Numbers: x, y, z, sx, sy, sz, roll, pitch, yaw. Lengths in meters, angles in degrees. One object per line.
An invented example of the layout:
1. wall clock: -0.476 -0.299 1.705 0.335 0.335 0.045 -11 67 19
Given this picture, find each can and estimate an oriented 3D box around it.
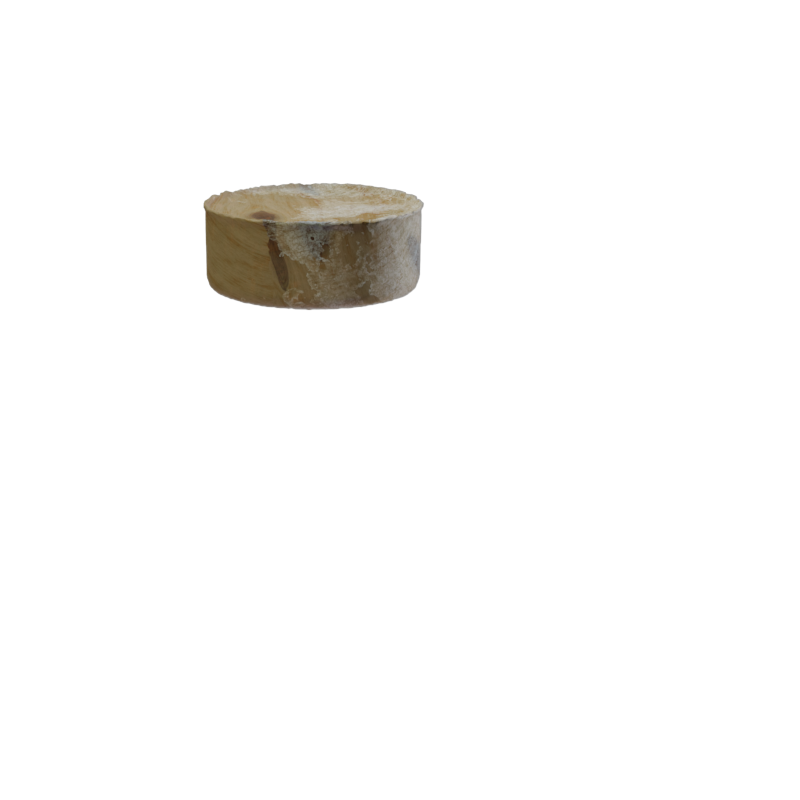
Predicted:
1. can: -0.034 -0.062 0.437 0.086 0.032 0.089 -1 19 -2
